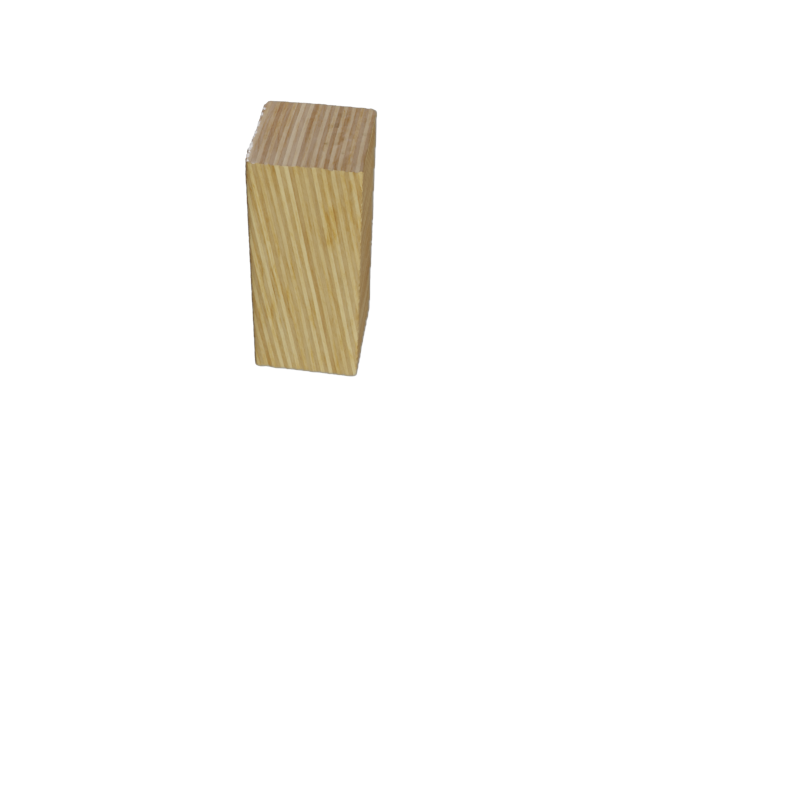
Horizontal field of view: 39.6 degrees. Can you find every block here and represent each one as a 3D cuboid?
[{"bbox_3d":[-0.071,-0.128,0.895,0.091,0.192,0.096,6,42,3],"label":"block"}]
